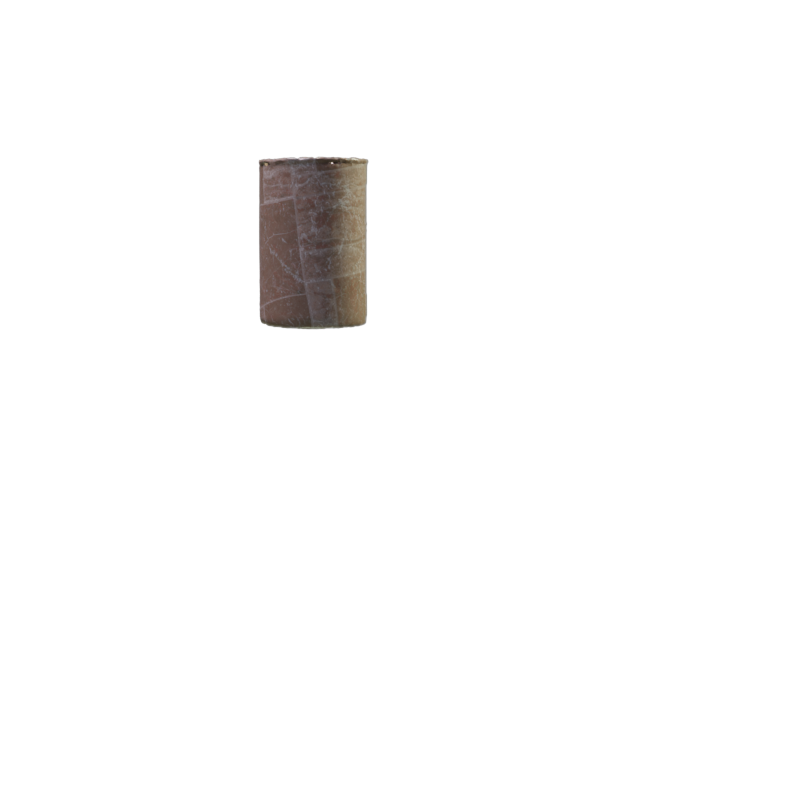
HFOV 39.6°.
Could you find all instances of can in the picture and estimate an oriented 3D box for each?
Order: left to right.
[{"bbox_3d":[-0.054,-0.098,0.686,0.068,0.102,0.069,0,4,-2],"label":"can"}]
